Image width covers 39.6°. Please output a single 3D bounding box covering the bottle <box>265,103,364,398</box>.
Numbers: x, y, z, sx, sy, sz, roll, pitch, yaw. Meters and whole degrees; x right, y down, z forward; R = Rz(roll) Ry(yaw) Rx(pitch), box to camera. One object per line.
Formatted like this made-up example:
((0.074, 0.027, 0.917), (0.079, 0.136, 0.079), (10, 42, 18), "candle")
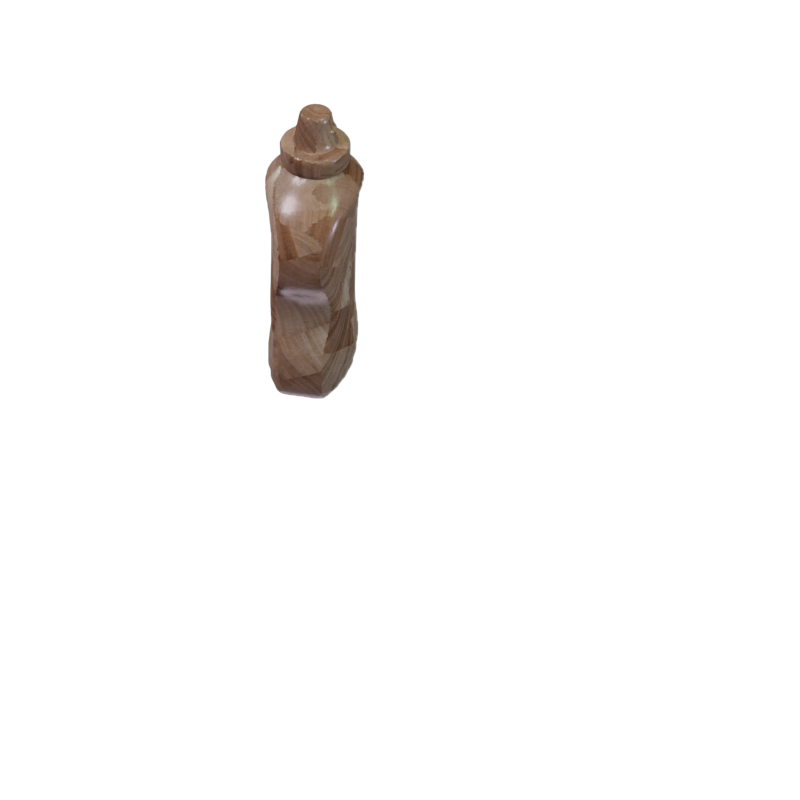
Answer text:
((-0.053, -0.098, 0.684), (0.059, 0.179, 0.102), (9, 44, 5), "bottle")
